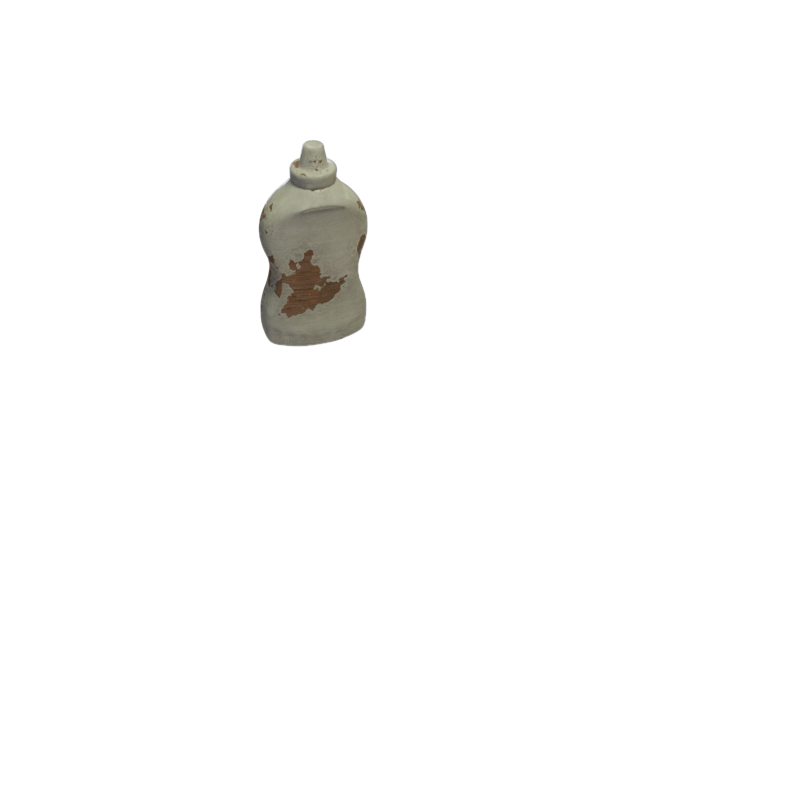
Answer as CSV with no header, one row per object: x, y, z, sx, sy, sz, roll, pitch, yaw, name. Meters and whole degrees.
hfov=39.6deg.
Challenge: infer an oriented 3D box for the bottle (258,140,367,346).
-0.077,-0.141,0.985,0.095,0.180,0.063,-8,35,-14,bottle
